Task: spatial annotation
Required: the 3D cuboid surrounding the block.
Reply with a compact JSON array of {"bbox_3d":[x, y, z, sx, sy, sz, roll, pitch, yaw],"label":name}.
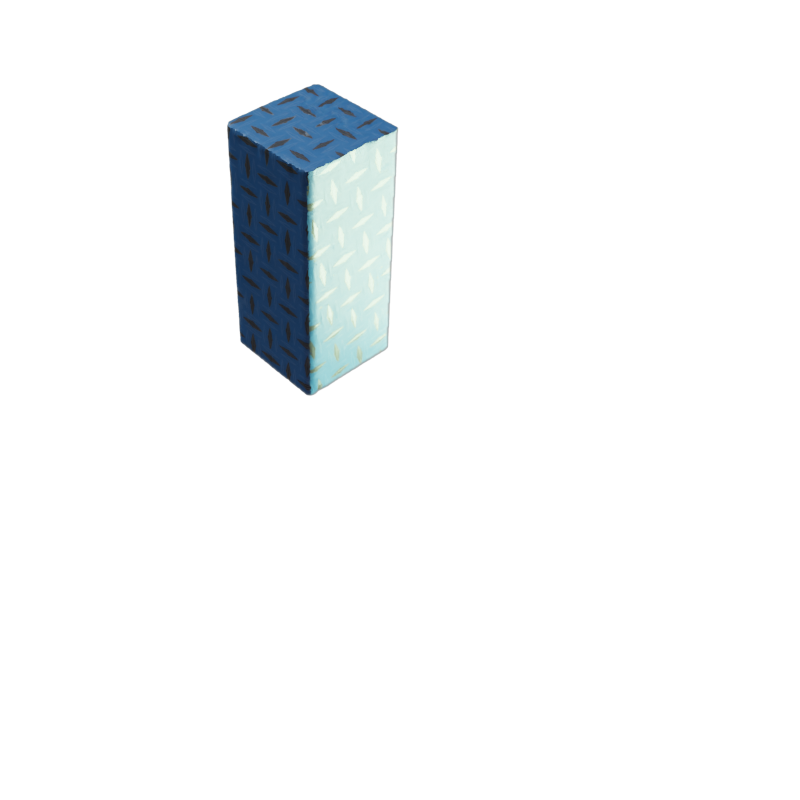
[{"bbox_3d":[-0.066,-0.120,0.839,0.090,0.192,0.097,-30,51,-33],"label":"block"}]
